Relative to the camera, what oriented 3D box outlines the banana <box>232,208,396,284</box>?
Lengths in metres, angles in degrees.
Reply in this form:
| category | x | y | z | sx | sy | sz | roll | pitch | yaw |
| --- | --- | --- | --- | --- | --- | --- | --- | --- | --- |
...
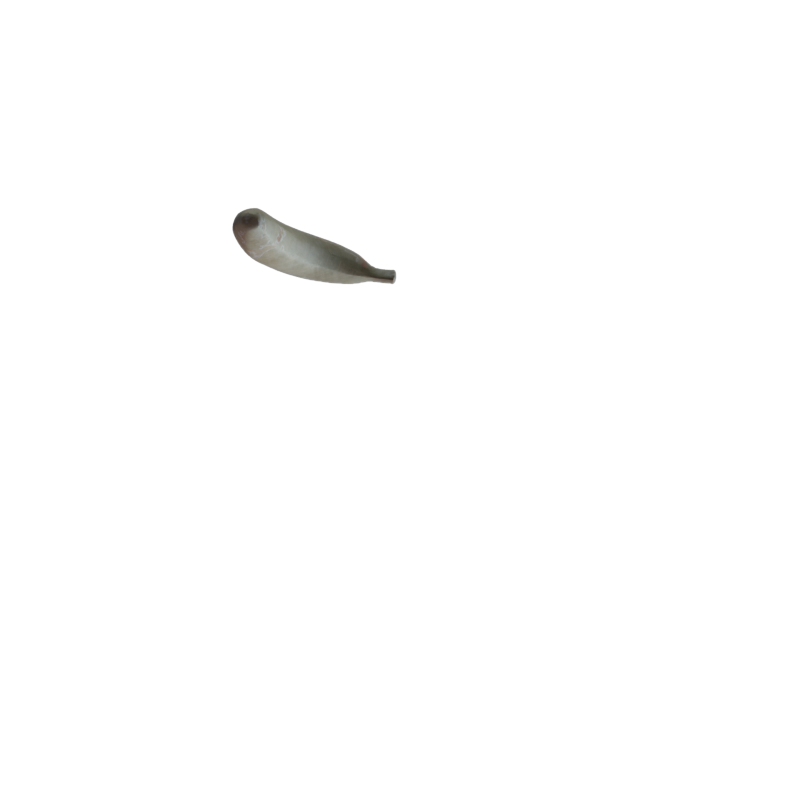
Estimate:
| category | x | y | z | sx | sy | sz | roll | pitch | yaw |
| --- | --- | --- | --- | --- | --- | --- | --- | --- | --- |
| banana | -0.083 | -0.126 | 0.909 | 0.071 | 0.038 | 0.187 | -7 | -11 | 35 |
